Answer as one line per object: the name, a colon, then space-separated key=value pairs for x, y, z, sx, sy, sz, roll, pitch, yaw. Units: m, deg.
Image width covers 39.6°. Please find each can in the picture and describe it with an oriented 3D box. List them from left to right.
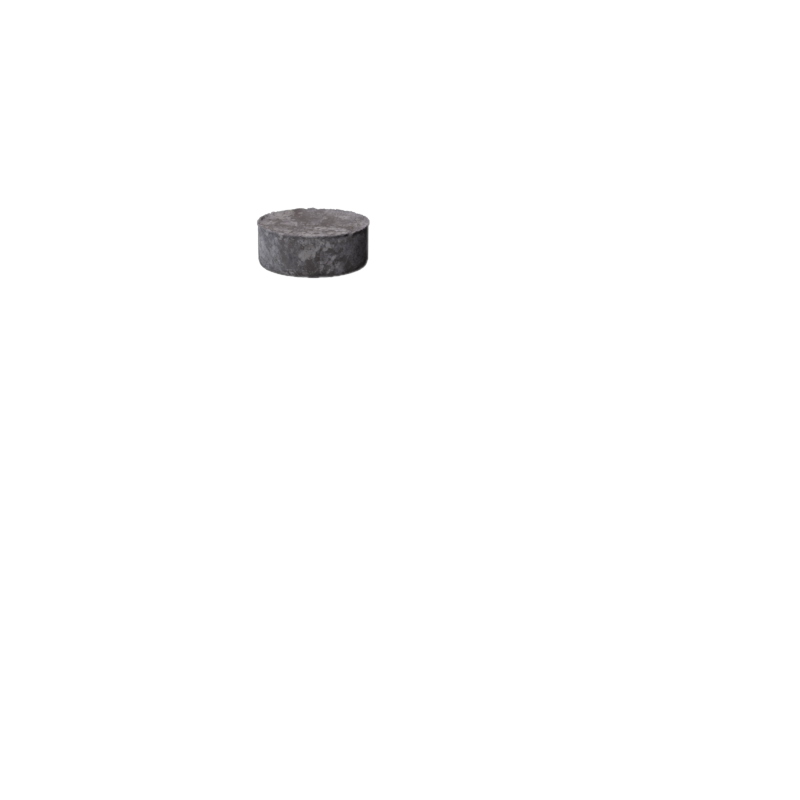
can: x=-0.066 y=-0.121 z=0.846 sx=0.086 sy=0.032 sz=0.090 roll=-1 pitch=22 yaw=-2
